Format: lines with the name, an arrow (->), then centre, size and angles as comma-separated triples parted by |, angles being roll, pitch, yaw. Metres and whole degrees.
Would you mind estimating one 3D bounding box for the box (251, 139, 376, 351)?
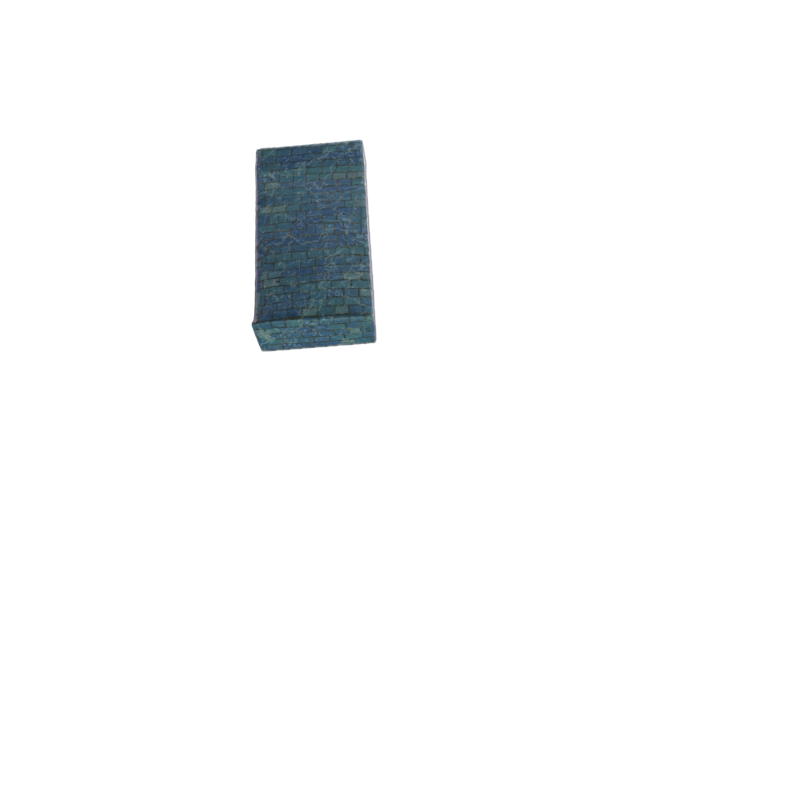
box -> -0.069, -0.127, 0.889 | 0.094, 0.189, 0.045 | -5, -35, 3
